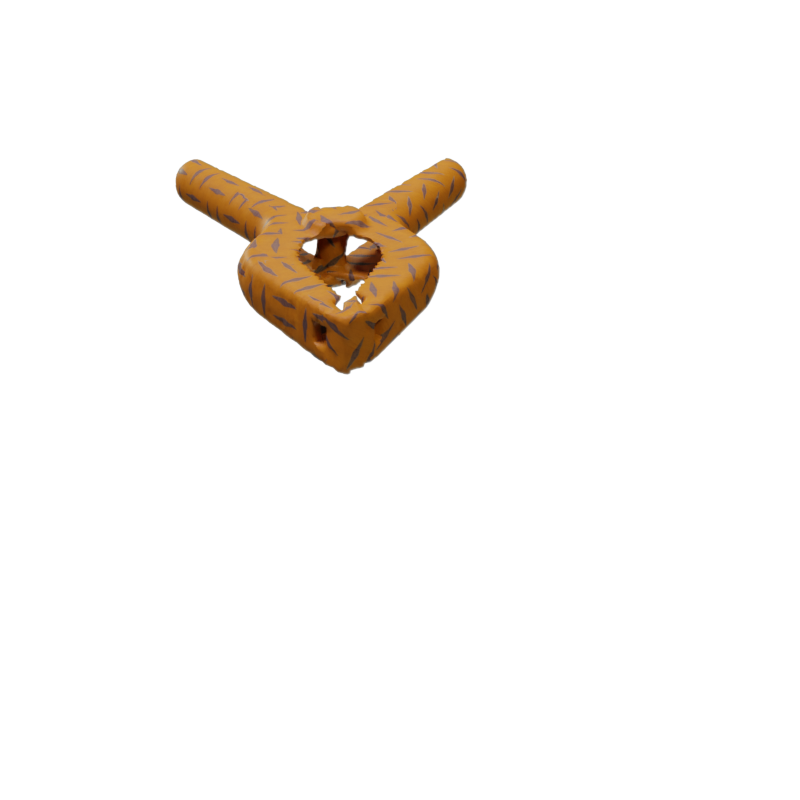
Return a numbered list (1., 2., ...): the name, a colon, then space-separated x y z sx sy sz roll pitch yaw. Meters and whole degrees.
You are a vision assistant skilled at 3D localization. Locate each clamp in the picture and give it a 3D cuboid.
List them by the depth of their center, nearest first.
1. clamp: -0.043 -0.079 0.555 0.165 0.034 0.222 1 30 1
